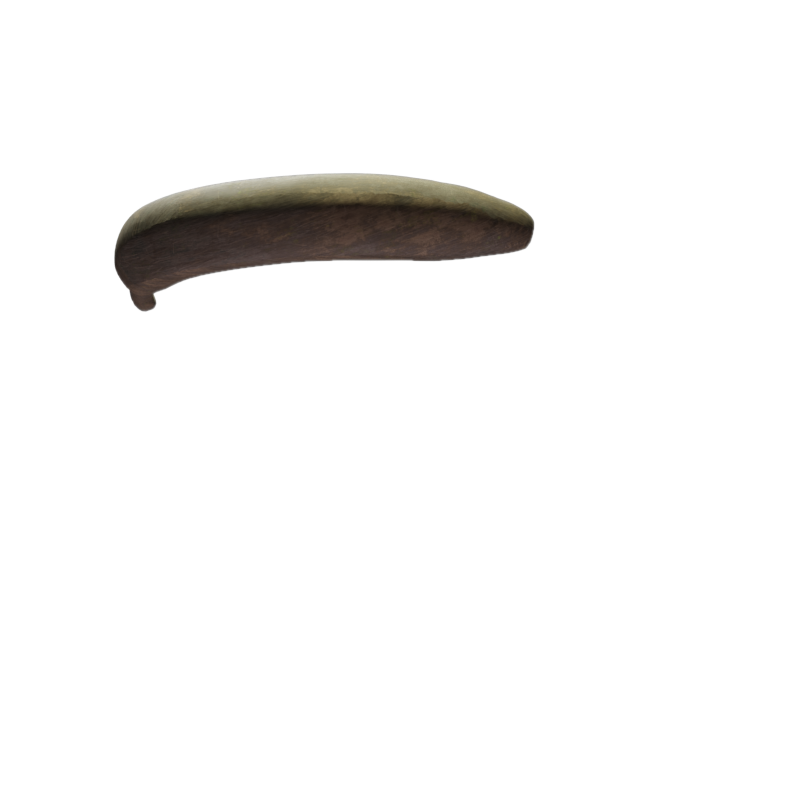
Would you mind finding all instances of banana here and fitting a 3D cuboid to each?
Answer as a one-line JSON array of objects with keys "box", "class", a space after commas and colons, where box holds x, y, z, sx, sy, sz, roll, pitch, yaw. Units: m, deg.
[{"box": [-0.048, -0.070, 0.461, 0.203, 0.038, 0.066, -4, -10, 27], "class": "banana"}]
